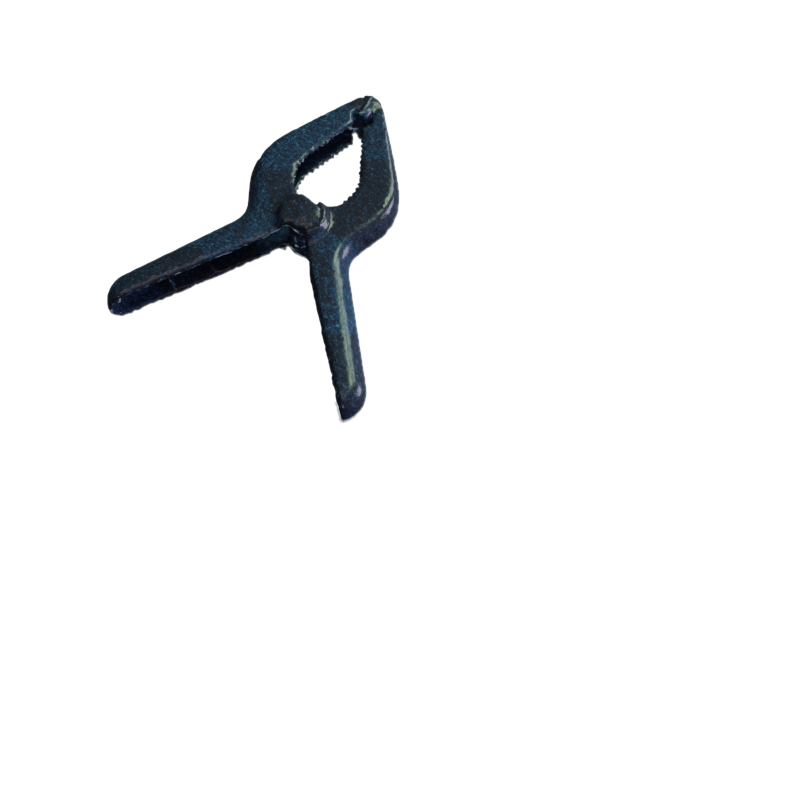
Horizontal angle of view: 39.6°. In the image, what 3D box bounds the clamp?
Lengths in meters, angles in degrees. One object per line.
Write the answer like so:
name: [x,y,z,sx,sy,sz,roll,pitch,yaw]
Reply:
clamp: [-0.053,-0.096,0.674,0.170,0.215,0.034,29,-24,14]
